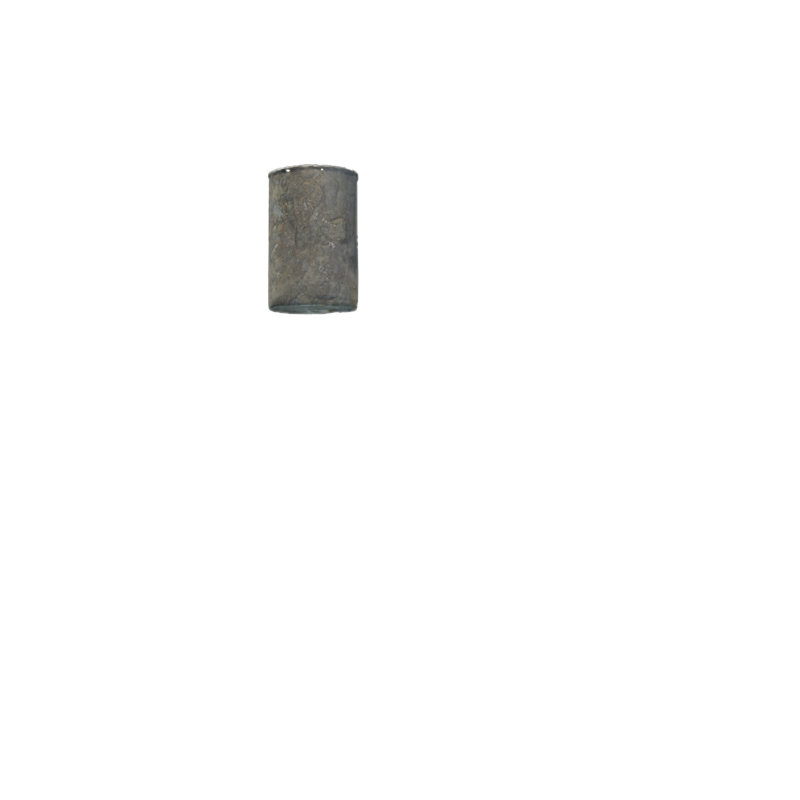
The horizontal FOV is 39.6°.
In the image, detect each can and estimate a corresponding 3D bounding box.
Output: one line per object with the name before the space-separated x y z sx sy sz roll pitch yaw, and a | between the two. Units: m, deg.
can | -0.064 -0.117 0.820 0.068 0.104 0.067 0 -7 -2
